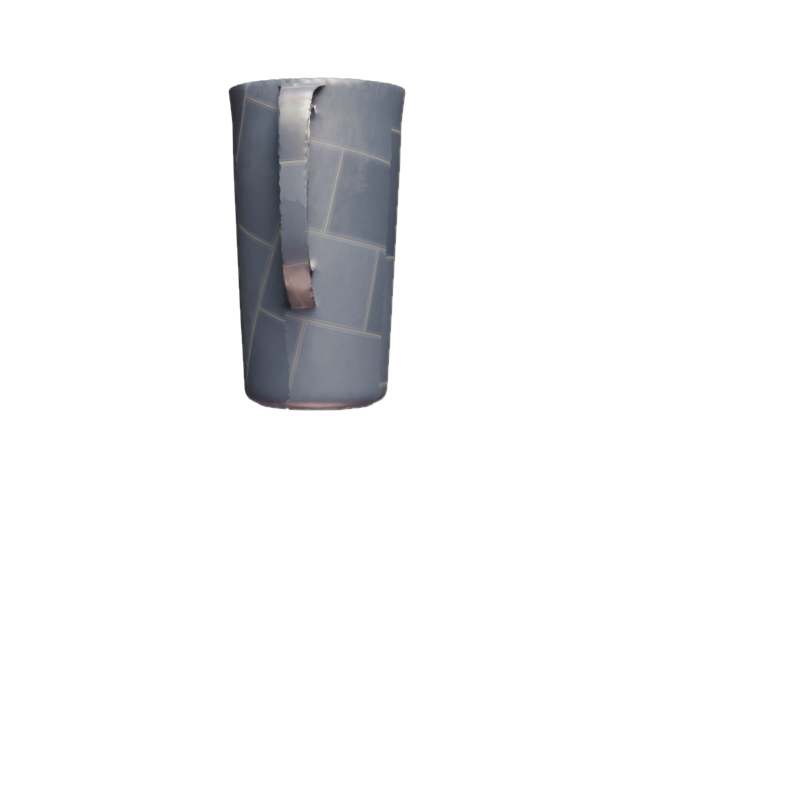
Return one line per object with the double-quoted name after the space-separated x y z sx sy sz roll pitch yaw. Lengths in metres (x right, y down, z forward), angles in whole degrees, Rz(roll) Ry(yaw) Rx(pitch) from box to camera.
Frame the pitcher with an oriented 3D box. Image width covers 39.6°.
-0.065 -0.118 0.826 0.144 0.243 0.151 -1 1 -40 "pitcher"
